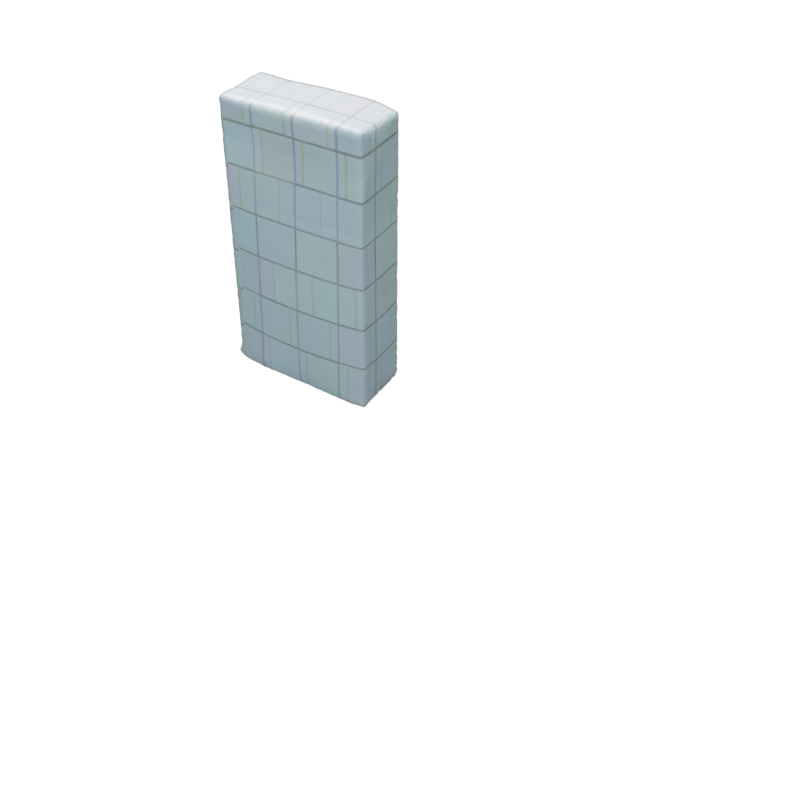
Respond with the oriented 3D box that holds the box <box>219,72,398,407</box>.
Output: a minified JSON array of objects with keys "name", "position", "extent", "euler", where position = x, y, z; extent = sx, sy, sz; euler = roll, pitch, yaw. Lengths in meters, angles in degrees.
[{"name":"box","position":[-0.049,-0.089,0.624],"extent":[0.098,0.165,0.049],"euler":[22,38,27]}]
